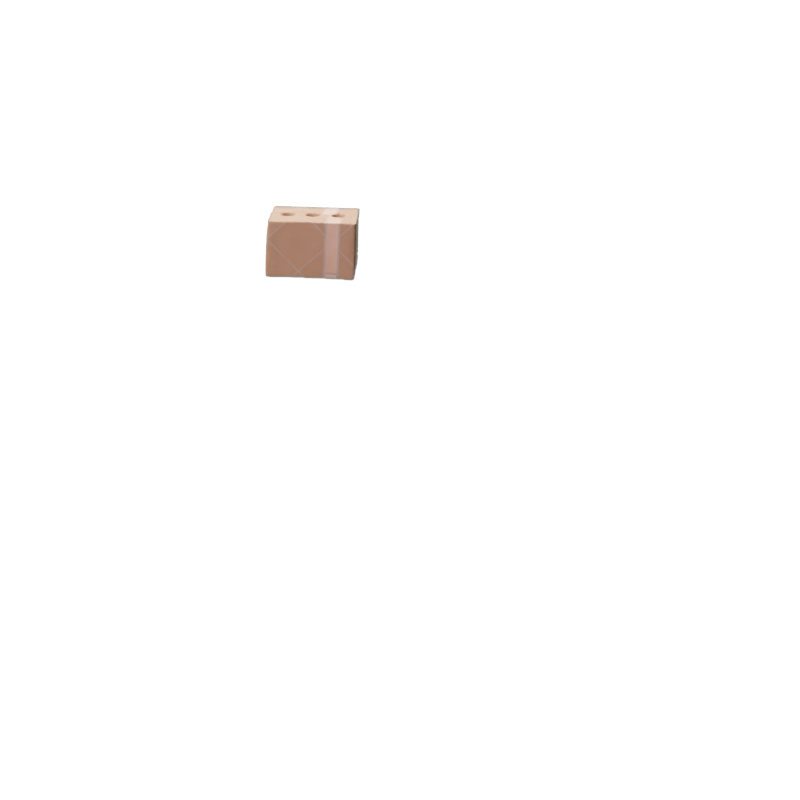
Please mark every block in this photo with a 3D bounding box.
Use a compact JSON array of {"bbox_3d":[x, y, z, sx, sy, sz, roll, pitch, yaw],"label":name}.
[{"bbox_3d":[-0.076,-0.138,0.966,0.078,0.049,0.055,2,22,4],"label":"block"}]
